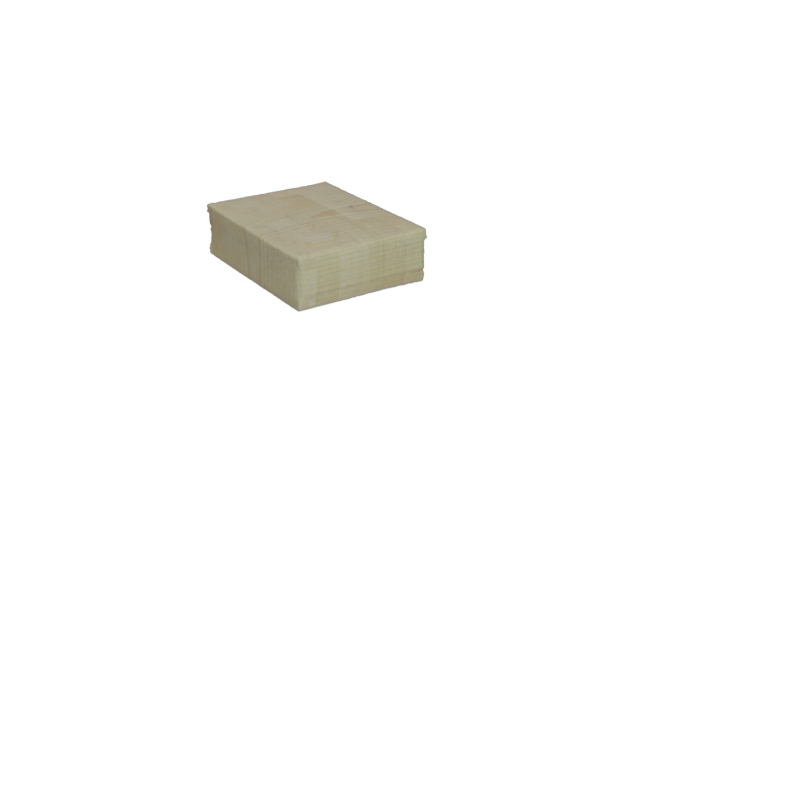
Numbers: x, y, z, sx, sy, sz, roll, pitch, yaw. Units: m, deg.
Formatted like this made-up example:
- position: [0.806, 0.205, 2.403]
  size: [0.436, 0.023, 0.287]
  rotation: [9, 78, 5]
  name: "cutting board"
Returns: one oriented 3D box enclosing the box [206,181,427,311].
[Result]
- position: [-0.053, -0.096, 0.674]
  size: [0.088, 0.037, 0.121]
  rotation: [-16, 29, -31]
  name: "box"
